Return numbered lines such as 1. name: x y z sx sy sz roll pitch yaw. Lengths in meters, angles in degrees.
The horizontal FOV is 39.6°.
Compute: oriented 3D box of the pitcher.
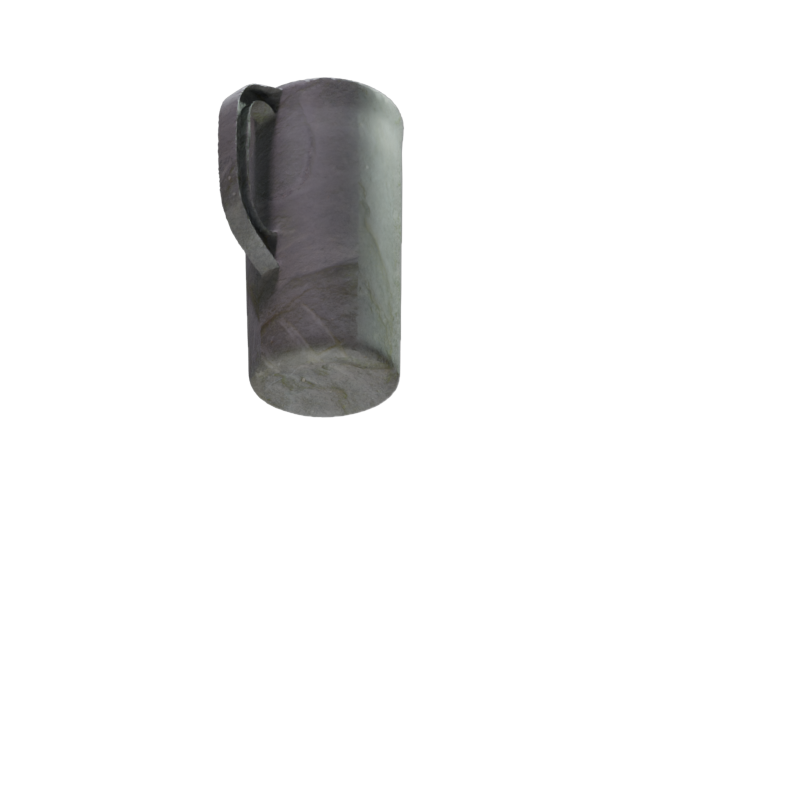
1. pitcher: -0.066 -0.120 0.841 0.148 0.259 0.137 1 -31 -5
